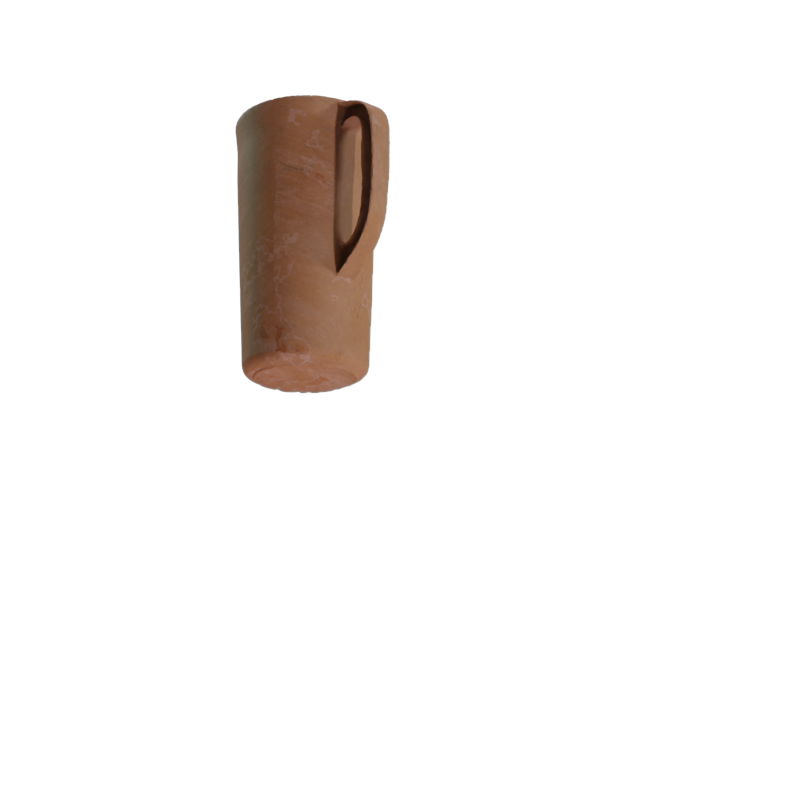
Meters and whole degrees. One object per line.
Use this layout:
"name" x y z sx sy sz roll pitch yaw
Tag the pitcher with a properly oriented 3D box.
"pitcher" -0.076 -0.138 0.967 0.146 0.255 0.141 -3 -20 5
